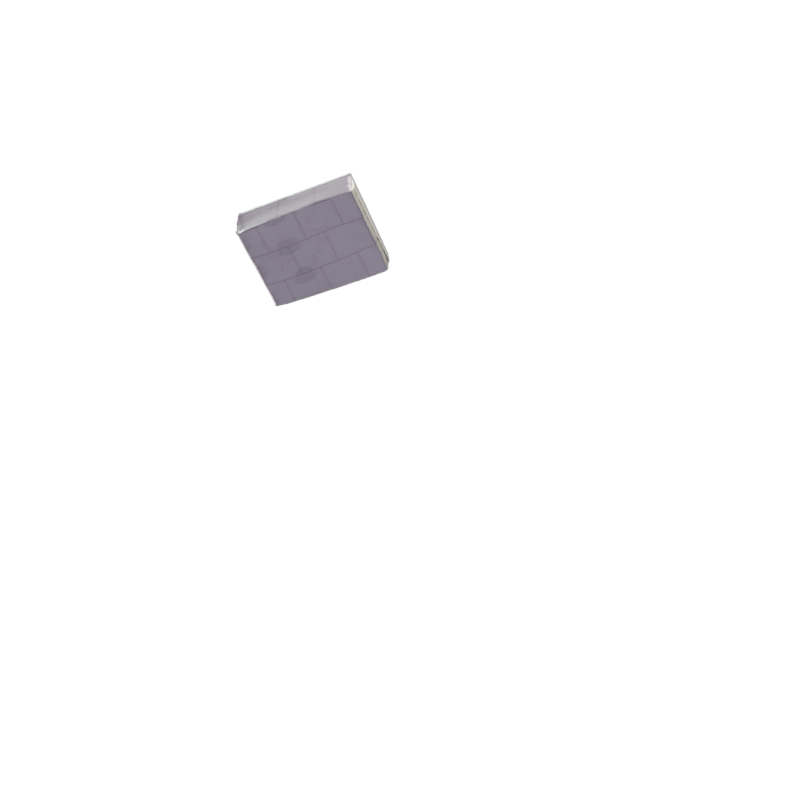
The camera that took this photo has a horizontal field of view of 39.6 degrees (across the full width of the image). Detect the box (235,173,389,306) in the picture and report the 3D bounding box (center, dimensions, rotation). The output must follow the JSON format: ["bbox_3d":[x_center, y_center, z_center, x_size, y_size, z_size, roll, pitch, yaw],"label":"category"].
[{"bbox_3d":[-0.077,-0.141,0.988,0.114,0.084,0.041,-19,32,11],"label":"box"}]
